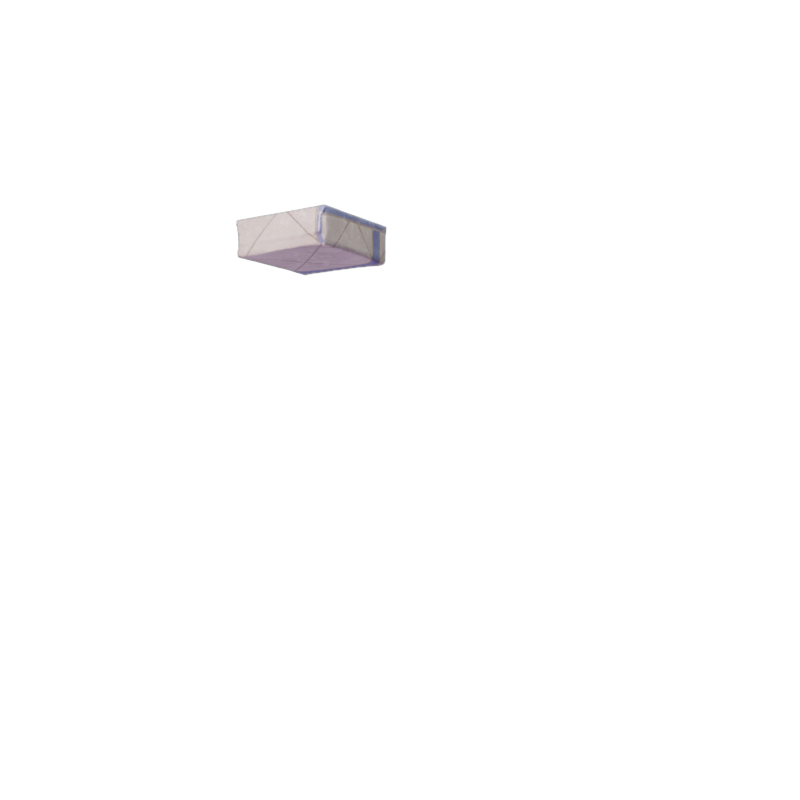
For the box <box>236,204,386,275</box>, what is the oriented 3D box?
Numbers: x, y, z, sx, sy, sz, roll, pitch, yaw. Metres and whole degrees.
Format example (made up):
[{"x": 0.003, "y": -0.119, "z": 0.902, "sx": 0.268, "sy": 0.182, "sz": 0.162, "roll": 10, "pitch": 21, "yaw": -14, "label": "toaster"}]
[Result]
[{"x": -0.076, "y": -0.139, "z": 0.973, "sx": 0.092, "sy": 0.040, "sz": 0.108, "roll": -4, "pitch": -7, "yaw": 29, "label": "box"}]
